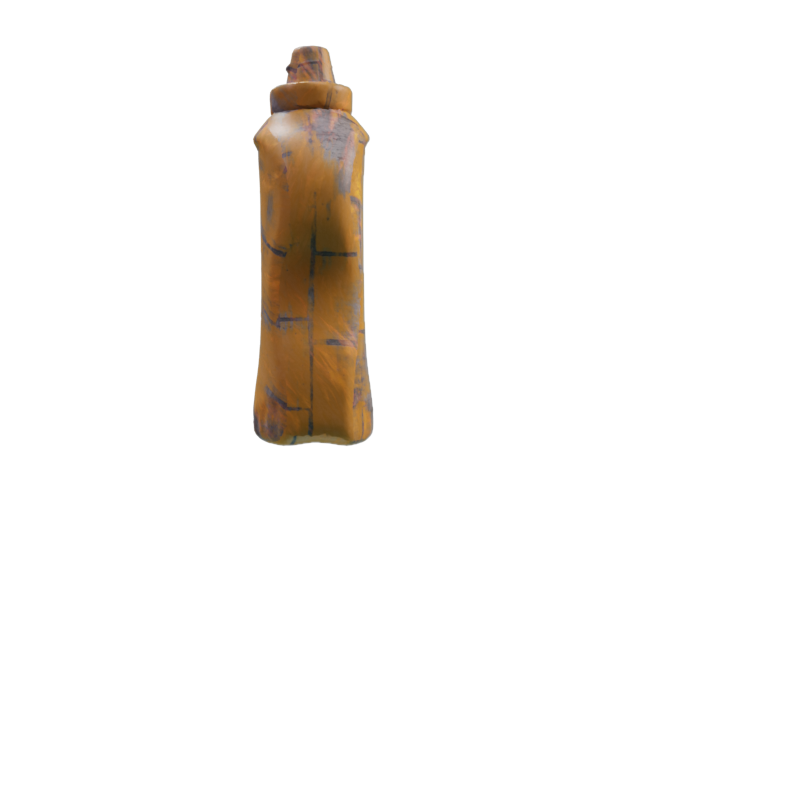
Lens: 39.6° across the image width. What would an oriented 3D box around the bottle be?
[{"bbox_3d":[-0.043,-0.078,0.543,0.058,0.194,0.095,0,-3,-4],"label":"bottle"}]
